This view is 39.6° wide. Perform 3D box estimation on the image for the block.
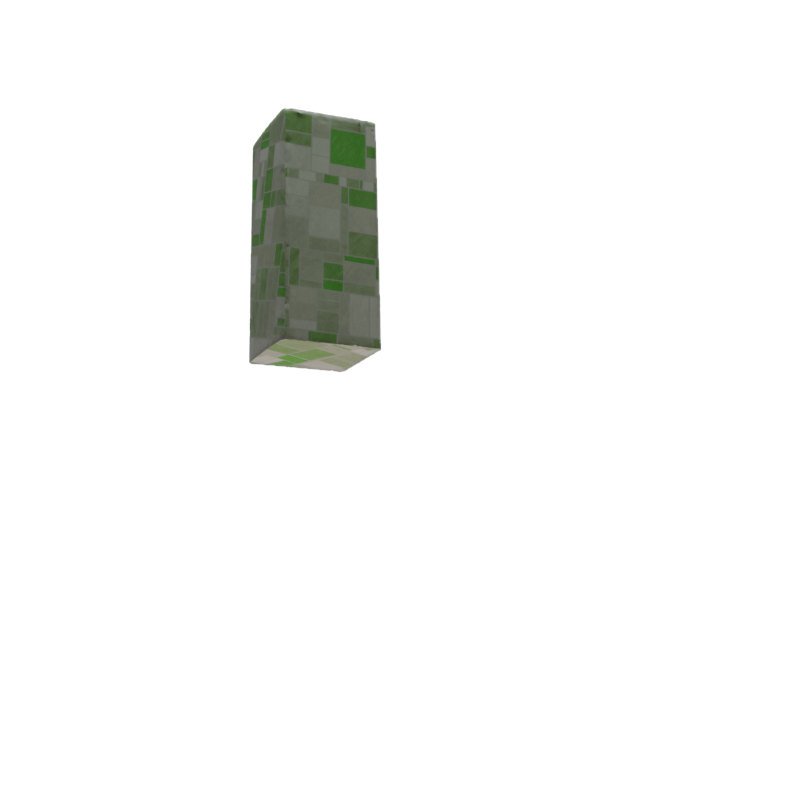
[{"bbox_3d":[-0.076,-0.139,0.969,0.088,0.216,0.089,7,-20,-22],"label":"block"}]
